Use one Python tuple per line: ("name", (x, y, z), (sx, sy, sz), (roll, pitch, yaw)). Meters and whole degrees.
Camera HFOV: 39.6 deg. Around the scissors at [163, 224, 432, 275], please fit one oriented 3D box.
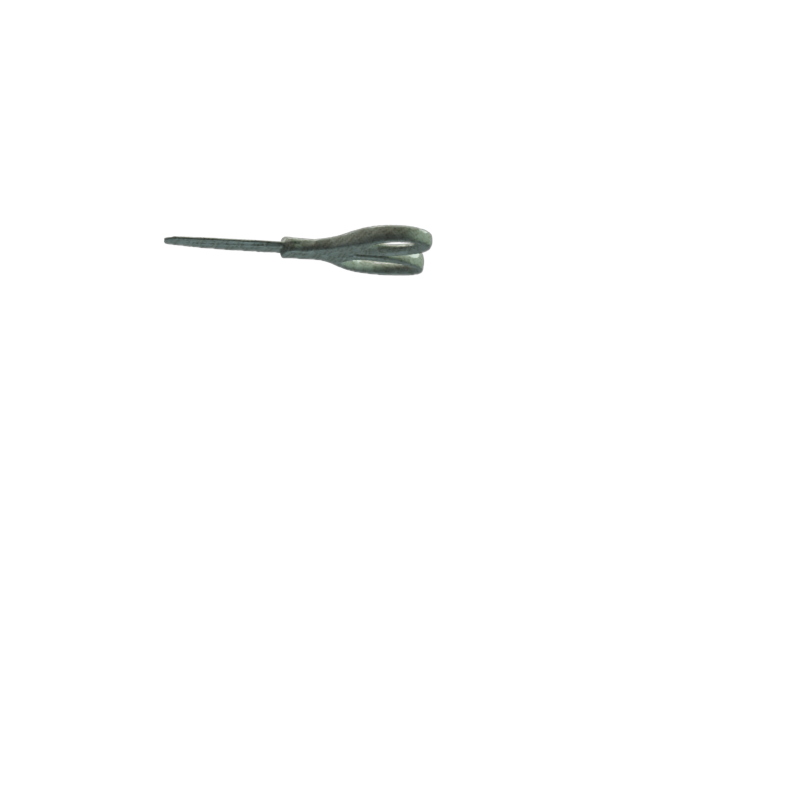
("scissors", (-0.064, -0.117, 0.821), (0.194, 0.016, 0.096), (6, -13, -25))
